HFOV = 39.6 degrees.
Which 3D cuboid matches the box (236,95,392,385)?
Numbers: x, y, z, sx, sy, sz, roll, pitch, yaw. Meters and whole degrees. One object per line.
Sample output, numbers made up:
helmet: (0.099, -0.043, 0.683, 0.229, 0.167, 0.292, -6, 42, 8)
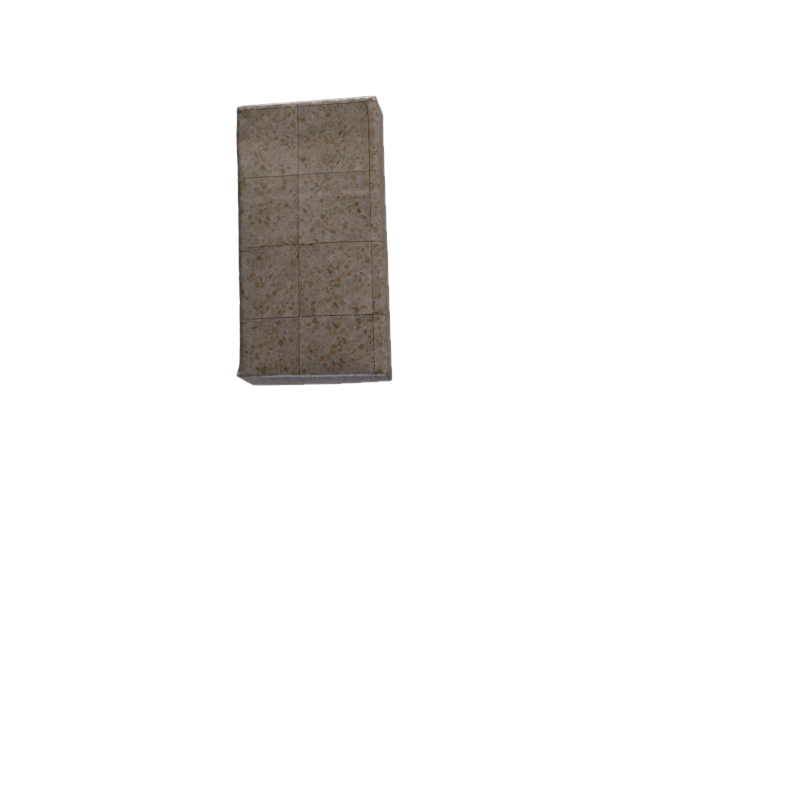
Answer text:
box: (-0.054, -0.100, 0.699, 0.094, 0.182, 0.046, -3, -13, 8)
